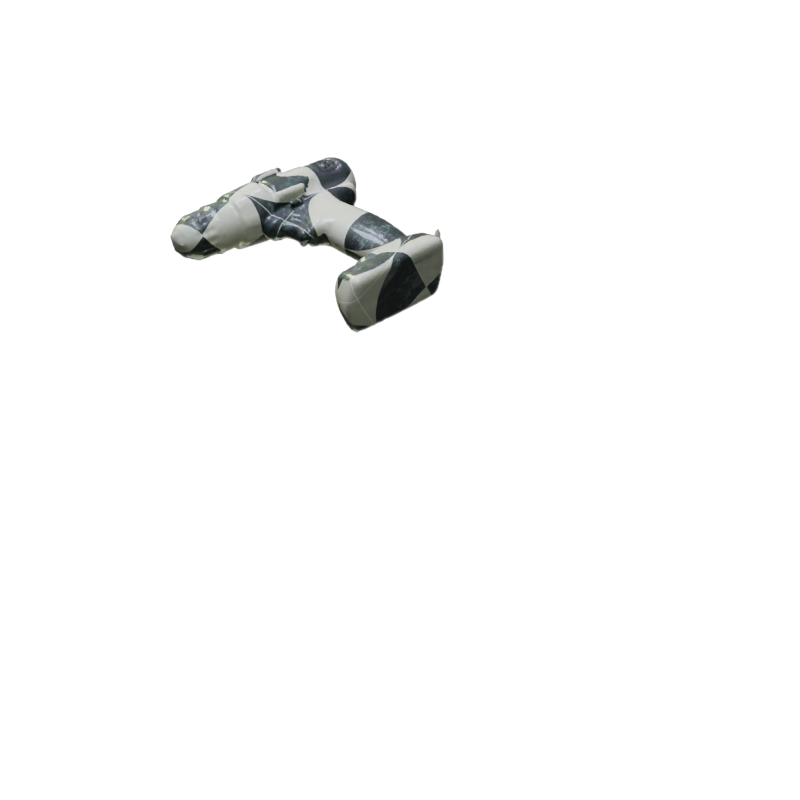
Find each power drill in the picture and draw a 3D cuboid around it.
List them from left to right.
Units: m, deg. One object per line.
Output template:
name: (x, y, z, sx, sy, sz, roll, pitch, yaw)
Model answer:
power drill: (-0.072, -0.132, 0.921, 0.184, 0.054, 0.201, -29, 48, -30)
